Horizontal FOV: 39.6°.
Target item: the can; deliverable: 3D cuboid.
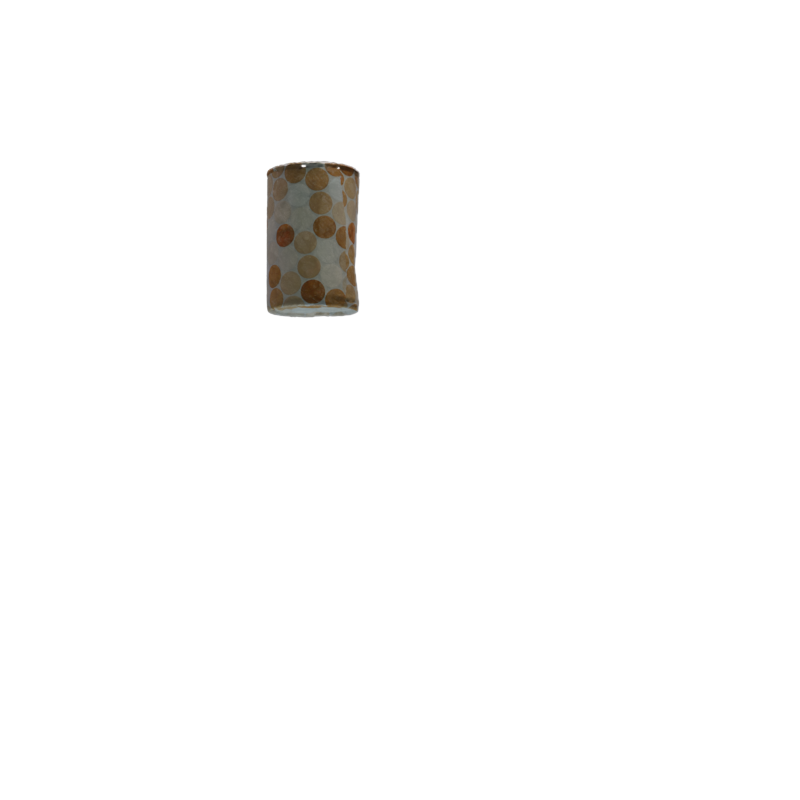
[{"bbox_3d":[-0.062,-0.114,0.797,0.068,0.105,0.067,0,-9,-2],"label":"can"}]
